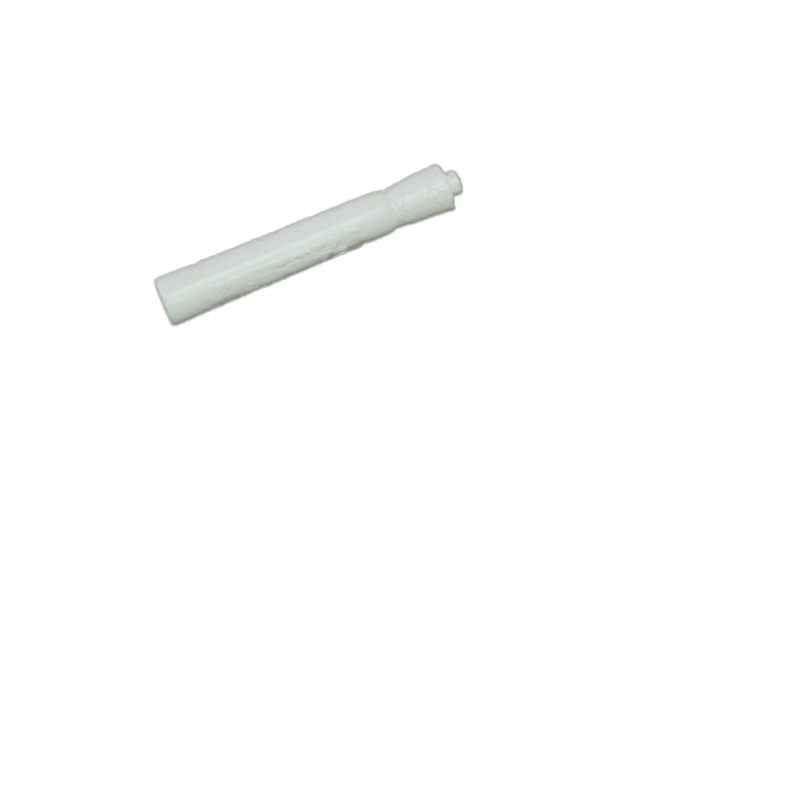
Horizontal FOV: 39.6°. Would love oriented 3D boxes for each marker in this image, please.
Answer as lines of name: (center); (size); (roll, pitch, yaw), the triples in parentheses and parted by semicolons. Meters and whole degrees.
marker: (-0.033, -0.060, 0.418); (0.121, 0.019, 0.020); (-23, 7, -6)
